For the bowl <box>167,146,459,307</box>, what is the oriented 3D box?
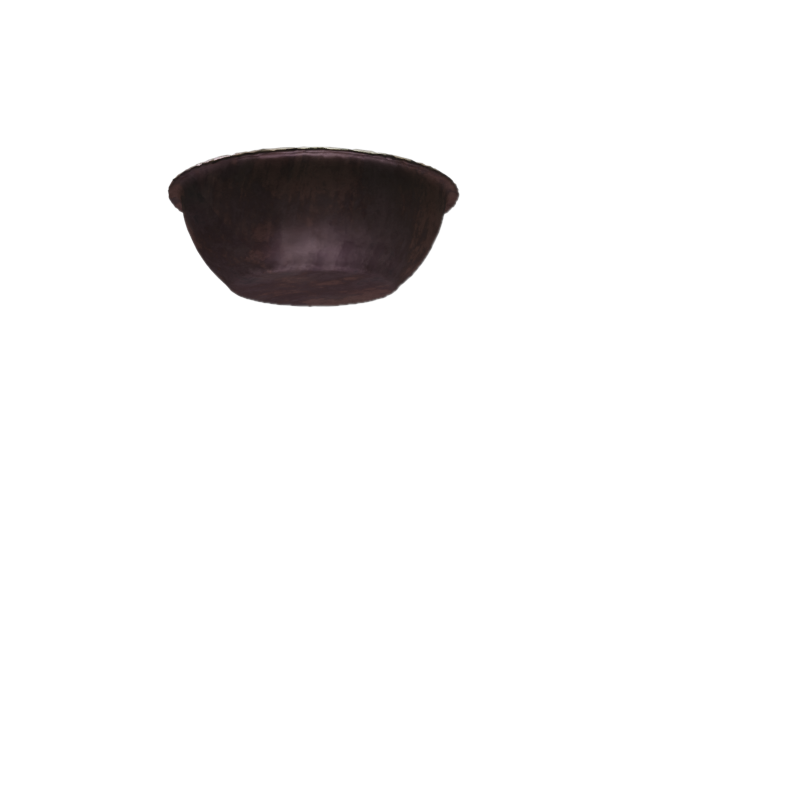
[{"bbox_3d":[-0.048,-0.087,0.610,0.162,0.057,0.158,0,-8,-2],"label":"bowl"}]
